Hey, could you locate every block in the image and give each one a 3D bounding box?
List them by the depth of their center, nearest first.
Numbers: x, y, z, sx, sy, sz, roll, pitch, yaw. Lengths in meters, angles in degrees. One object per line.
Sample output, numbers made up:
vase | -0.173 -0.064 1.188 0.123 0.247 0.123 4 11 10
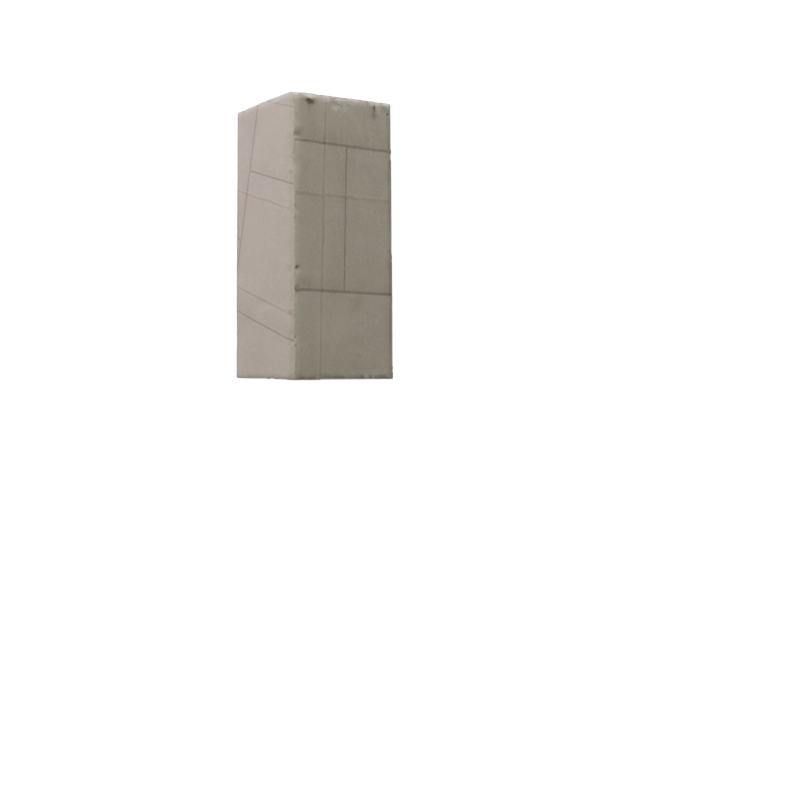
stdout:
block | -0.066 -0.120 0.841 0.087 0.209 0.092 3 -5 -33
